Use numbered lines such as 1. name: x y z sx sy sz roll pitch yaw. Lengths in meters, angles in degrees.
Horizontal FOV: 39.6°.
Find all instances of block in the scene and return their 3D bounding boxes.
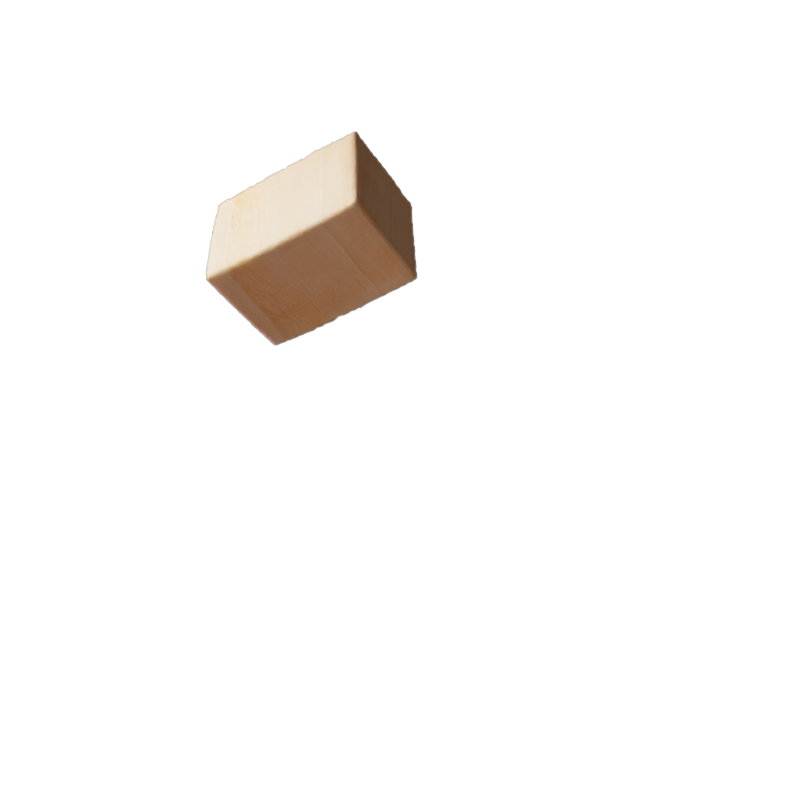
1. block: -0.039 -0.070 0.492 0.078 0.055 0.049 -24 -50 20
